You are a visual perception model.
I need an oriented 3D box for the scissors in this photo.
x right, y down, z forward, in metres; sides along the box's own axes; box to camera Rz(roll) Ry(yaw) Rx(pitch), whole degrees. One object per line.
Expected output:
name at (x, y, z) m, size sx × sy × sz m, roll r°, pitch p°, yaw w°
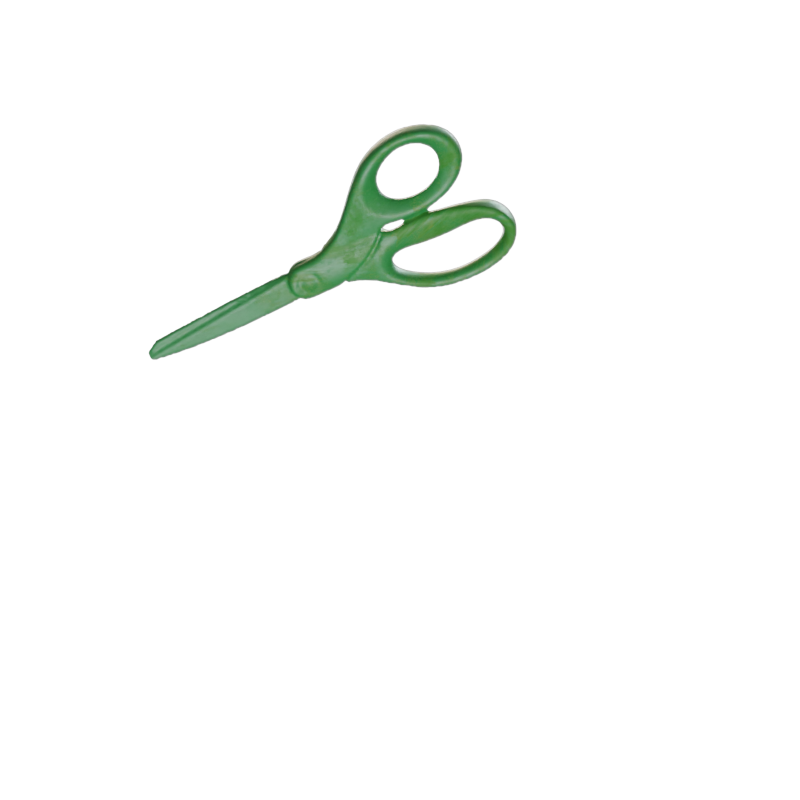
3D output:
scissors at (-0.044, -0.080, 0.560) m, size 0.202 × 0.090 × 0.017 m, roll -11°, pitch 28°, yaw 6°
